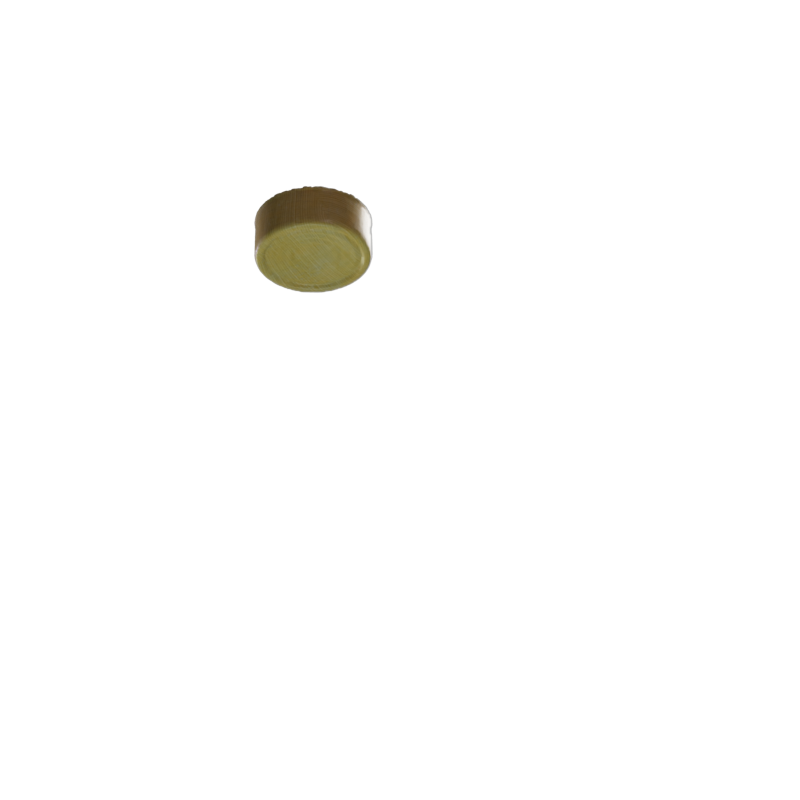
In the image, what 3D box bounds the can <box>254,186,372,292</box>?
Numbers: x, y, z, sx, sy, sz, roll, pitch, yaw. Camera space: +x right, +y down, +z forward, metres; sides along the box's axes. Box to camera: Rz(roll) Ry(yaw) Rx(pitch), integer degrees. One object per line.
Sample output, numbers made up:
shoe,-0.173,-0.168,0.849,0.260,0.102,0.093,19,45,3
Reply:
can,-0.062,-0.114,0.797,0.086,0.036,0.080,1,-32,-2
